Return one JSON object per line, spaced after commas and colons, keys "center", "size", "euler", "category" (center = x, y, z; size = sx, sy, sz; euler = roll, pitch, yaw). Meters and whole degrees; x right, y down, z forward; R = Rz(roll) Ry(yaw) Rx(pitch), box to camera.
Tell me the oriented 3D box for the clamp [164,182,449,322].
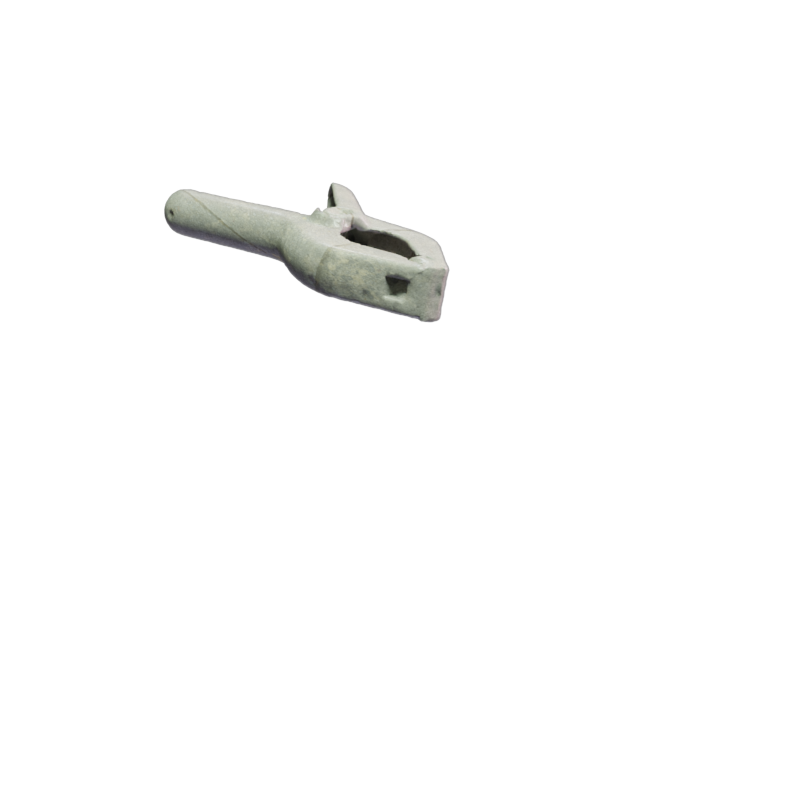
{"center": [-0.045, -0.081, 0.569], "size": [0.118, 0.037, 0.183], "euler": [-11, 25, -25], "category": "clamp"}
